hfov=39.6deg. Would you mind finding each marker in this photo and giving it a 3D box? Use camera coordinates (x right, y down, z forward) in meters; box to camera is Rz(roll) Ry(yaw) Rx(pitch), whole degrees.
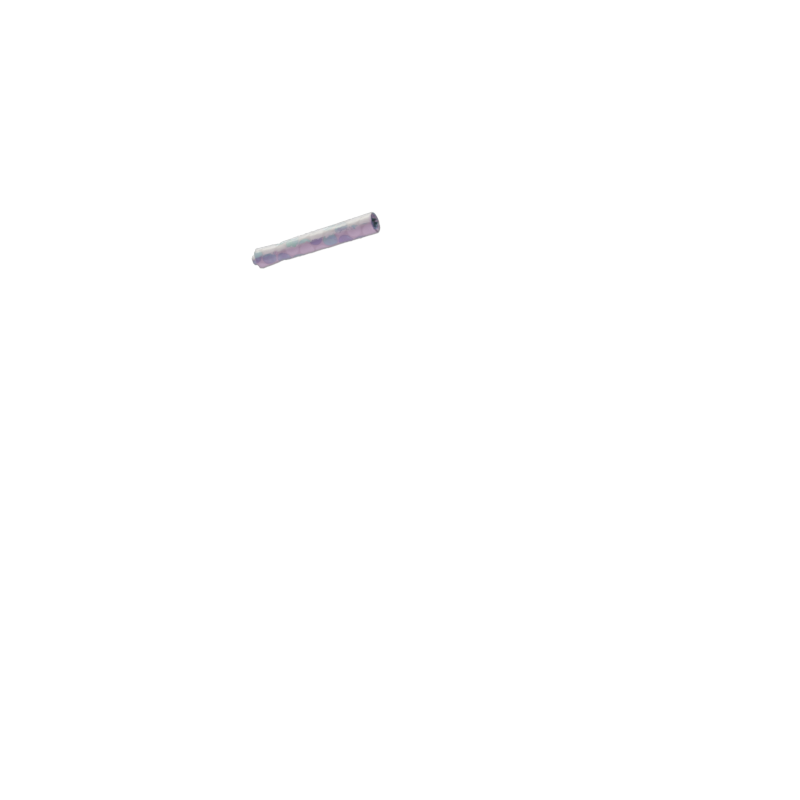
[{"bbox_3d":[-0.075,-0.137,0.958,0.123,0.020,0.019,-14,-2,24],"label":"marker"}]
